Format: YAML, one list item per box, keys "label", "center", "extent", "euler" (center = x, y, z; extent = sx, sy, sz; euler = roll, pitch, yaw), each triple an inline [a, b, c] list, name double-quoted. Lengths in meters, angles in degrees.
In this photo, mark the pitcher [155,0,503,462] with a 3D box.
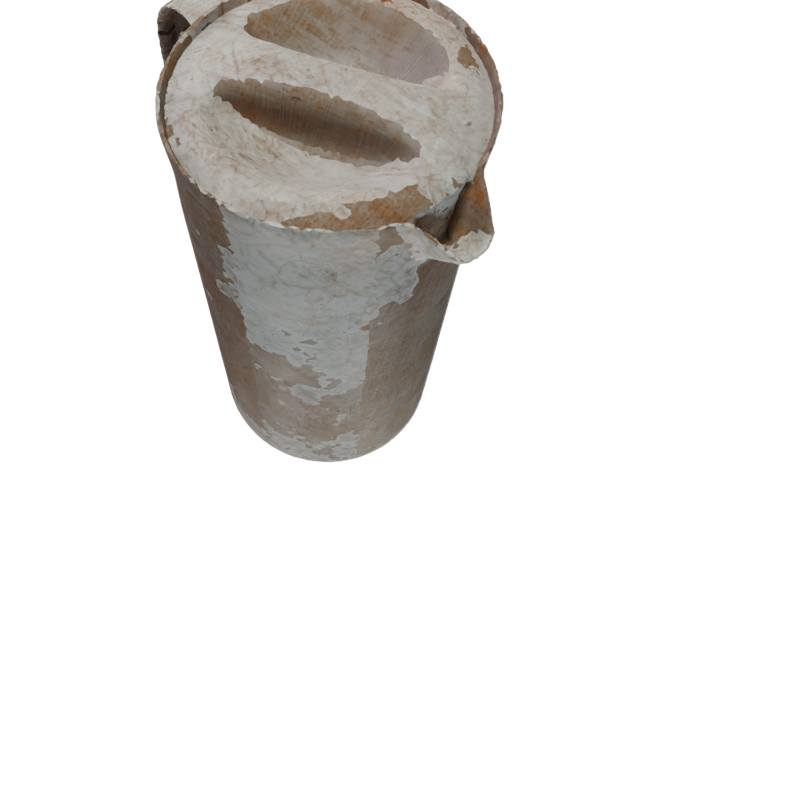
- label: "pitcher"
  center: [-0.041, -0.074, 0.522]
  extent: [0.145, 0.159, 0.228]
  euler: [2, -30, -2]
